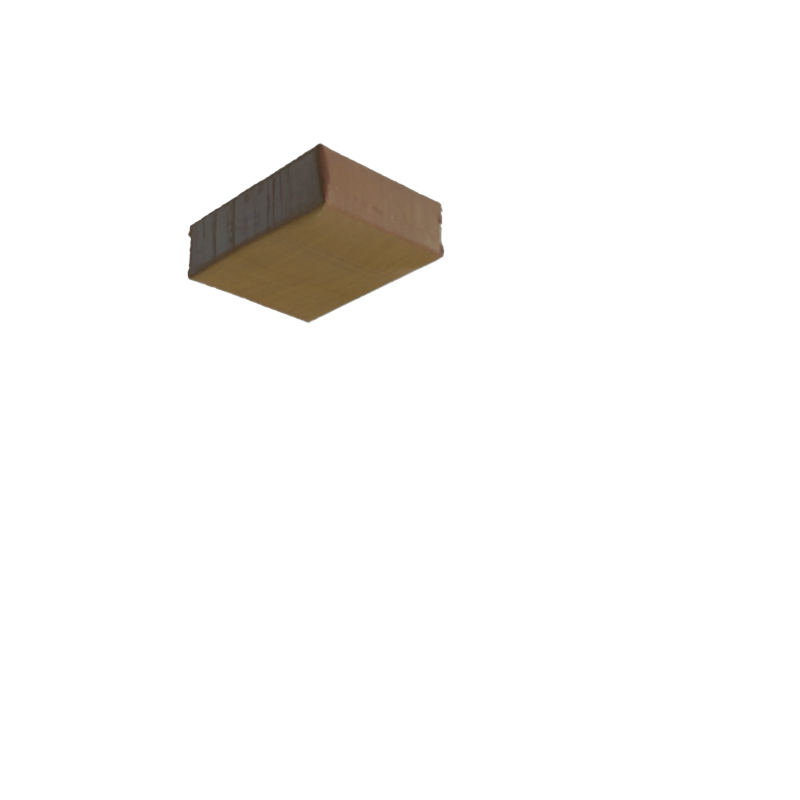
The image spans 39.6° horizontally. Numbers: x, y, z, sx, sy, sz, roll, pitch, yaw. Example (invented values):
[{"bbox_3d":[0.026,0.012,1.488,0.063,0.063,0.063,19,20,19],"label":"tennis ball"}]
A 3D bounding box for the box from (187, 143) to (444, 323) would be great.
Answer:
[{"bbox_3d":[-0.047,-0.086,0.599,0.084,0.041,0.114,19,-28,-41],"label":"box"}]
